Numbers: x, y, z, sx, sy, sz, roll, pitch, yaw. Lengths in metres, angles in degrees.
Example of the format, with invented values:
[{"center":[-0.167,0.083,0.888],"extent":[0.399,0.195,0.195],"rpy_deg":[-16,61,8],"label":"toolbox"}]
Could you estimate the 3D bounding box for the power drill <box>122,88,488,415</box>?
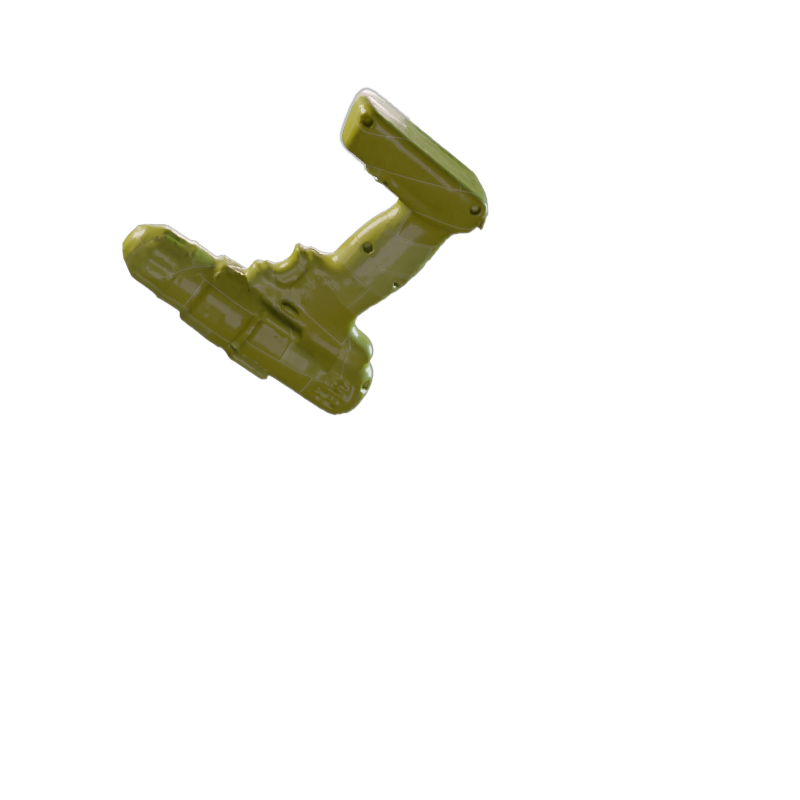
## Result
[{"center":[-0.054,-0.098,0.685],"extent":[0.177,0.184,0.061],"rpy_deg":[36,23,-18],"label":"power drill"}]
